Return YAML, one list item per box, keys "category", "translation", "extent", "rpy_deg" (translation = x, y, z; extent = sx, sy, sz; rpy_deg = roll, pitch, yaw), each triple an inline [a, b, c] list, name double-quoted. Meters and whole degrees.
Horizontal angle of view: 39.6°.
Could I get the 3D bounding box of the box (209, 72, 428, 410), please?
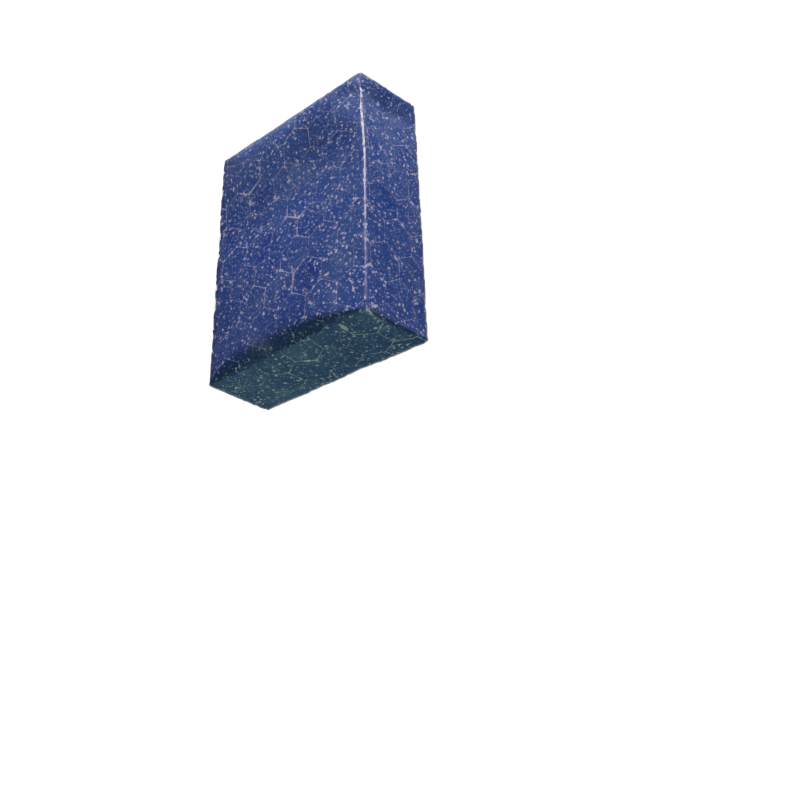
- category: "box"
  translation: [-0.066, -0.121, 0.848]
  extent: [0.165, 0.228, 0.067]
  rpy_deg: [-25, -37, 35]
